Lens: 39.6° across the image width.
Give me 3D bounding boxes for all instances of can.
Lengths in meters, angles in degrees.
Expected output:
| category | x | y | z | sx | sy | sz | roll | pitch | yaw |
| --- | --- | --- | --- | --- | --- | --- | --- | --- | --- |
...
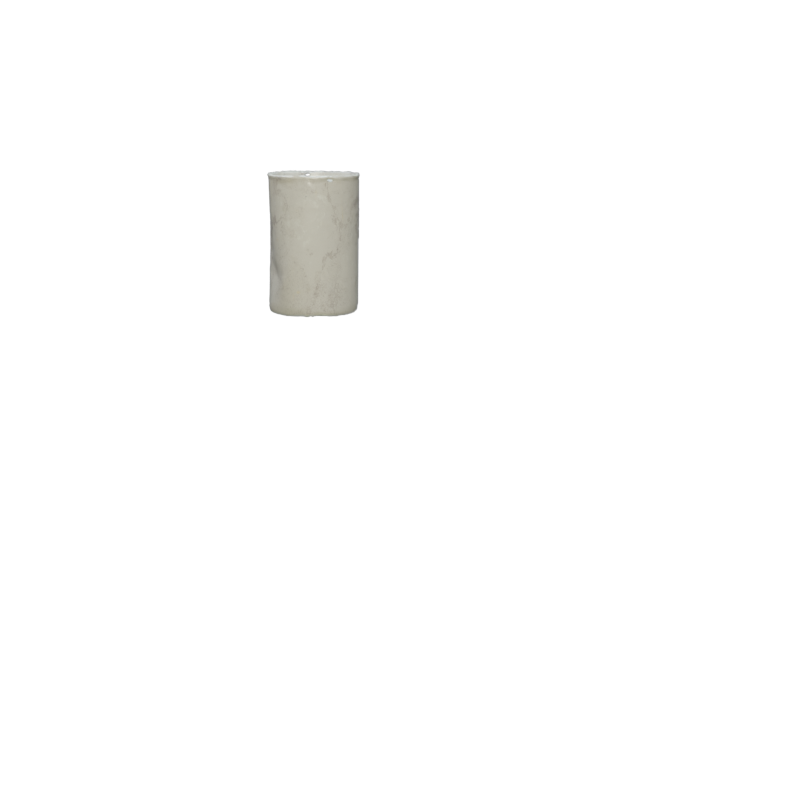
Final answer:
| category | x | y | z | sx | sy | sz | roll | pitch | yaw |
| --- | --- | --- | --- | --- | --- | --- | --- | --- | --- |
| can | -0.064 | -0.117 | 0.818 | 0.068 | 0.100 | 0.070 | 0 | 9 | -2 |
